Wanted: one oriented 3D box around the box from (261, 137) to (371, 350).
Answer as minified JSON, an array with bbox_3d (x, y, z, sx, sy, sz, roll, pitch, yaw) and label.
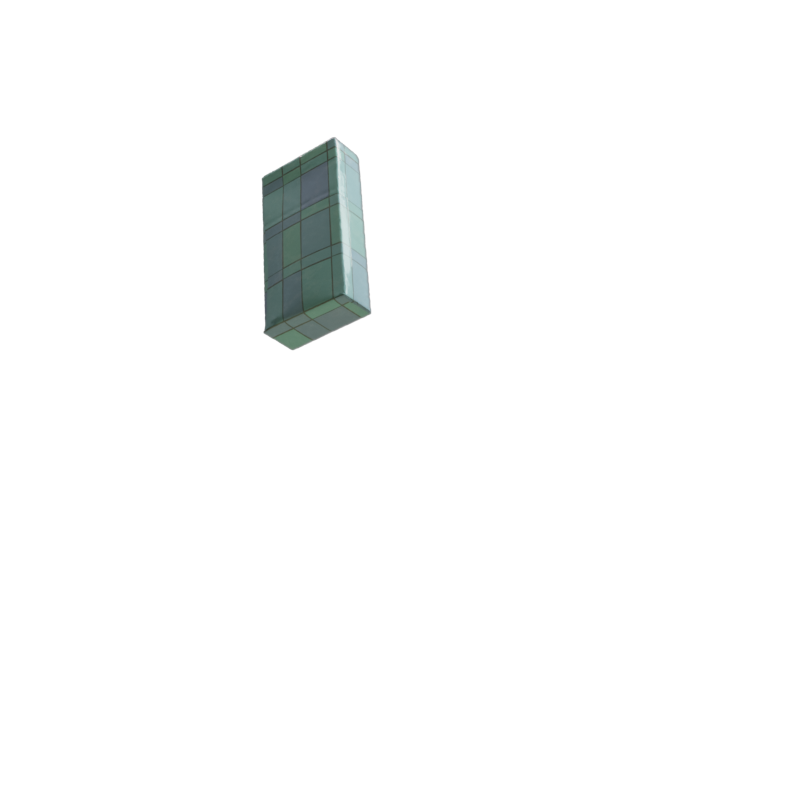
[{"bbox_3d":[-0.078,-0.142,0.996,0.094,0.189,0.045,-24,-40,29],"label":"box"}]
